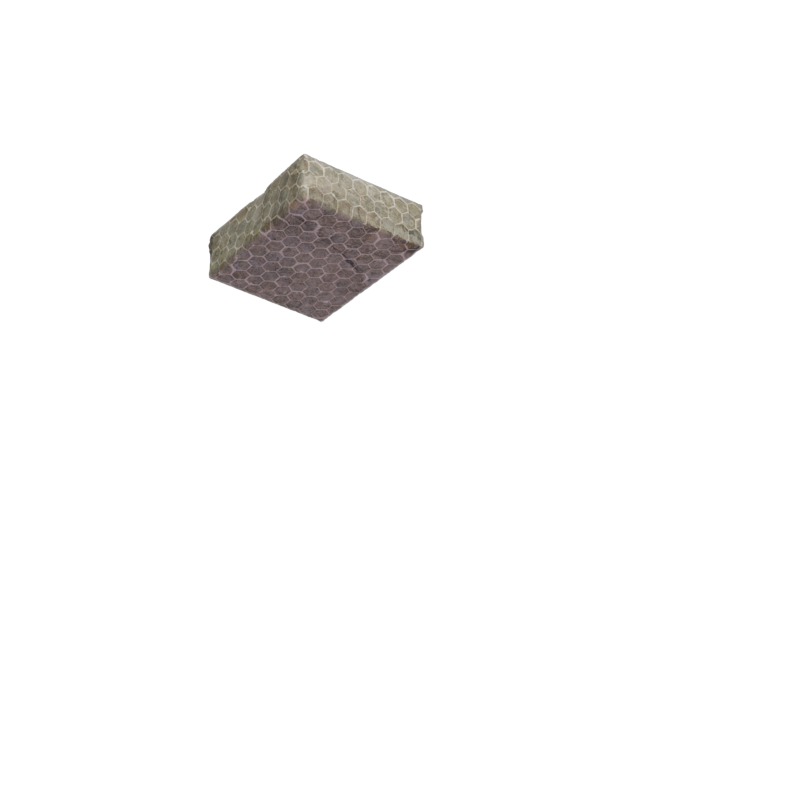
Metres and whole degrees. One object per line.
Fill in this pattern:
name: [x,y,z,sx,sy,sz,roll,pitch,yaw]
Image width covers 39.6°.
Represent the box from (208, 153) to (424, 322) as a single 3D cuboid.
box: [-0.044,-0.080,0.559,0.069,0.032,0.088,20,-35,-32]
